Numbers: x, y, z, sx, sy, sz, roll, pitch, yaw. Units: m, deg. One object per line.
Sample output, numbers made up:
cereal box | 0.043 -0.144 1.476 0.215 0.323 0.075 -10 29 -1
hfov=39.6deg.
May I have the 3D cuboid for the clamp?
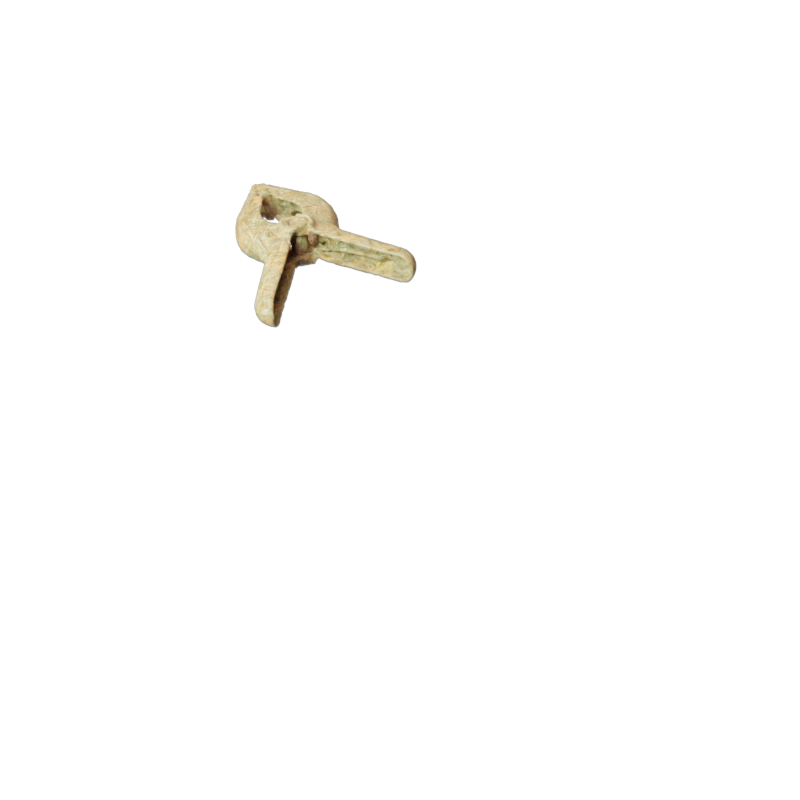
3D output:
clamp | -0.065 -0.118 0.830 0.119 0.037 0.185 -10 39 -13
